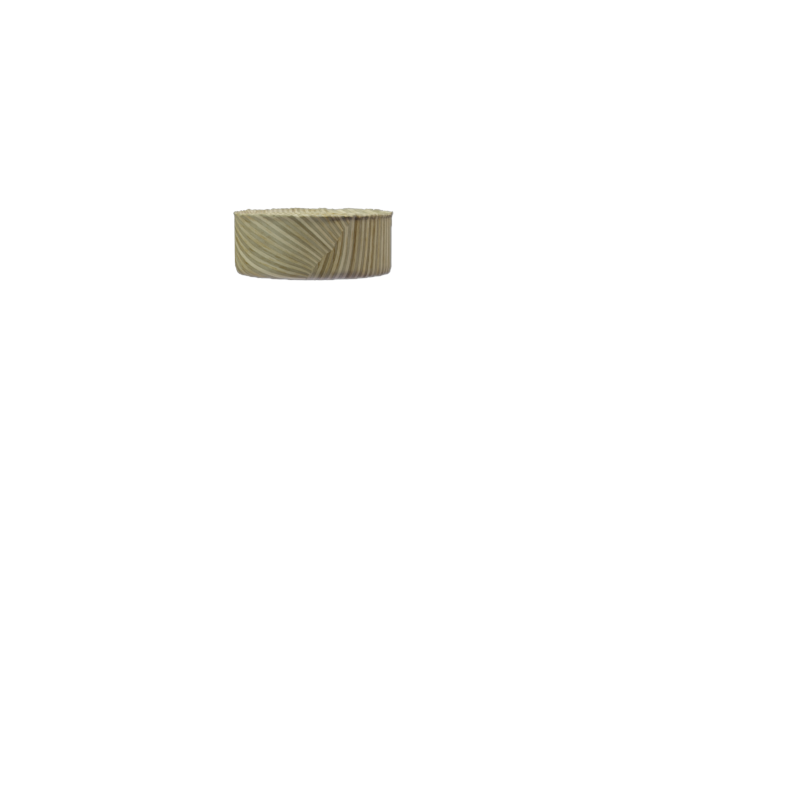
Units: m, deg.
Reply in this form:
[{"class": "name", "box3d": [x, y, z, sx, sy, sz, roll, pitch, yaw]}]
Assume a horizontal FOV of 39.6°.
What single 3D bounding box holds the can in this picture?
[{"class": "can", "box3d": [-0.047, -0.085, 0.596, 0.086, 0.033, 0.088, 0, 11, -2]}]
